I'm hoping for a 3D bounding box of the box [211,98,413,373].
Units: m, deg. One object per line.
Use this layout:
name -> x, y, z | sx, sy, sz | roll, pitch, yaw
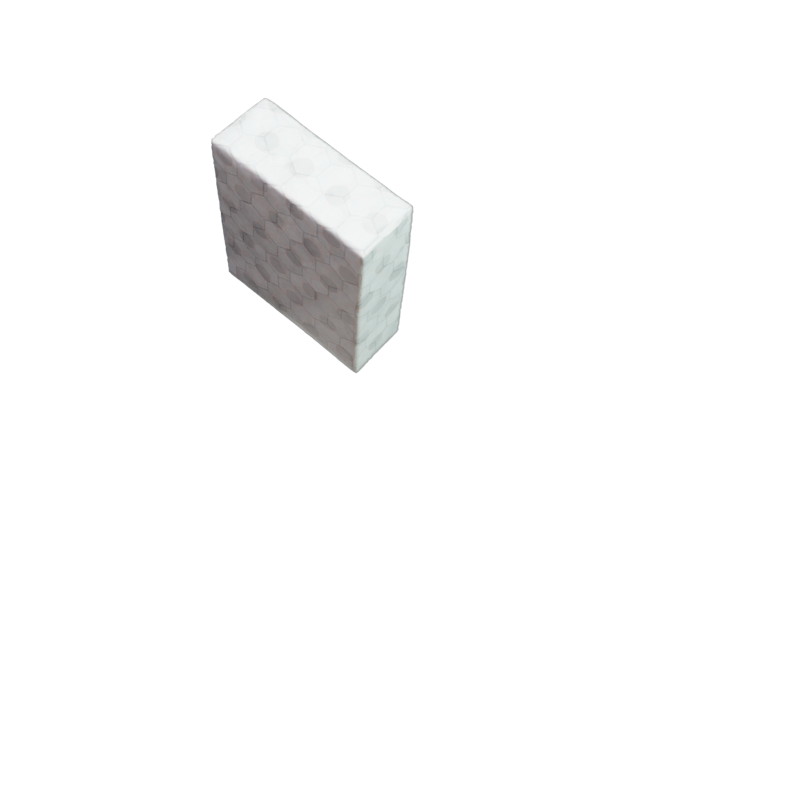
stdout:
box -> -0.075, -0.136, 0.953 | 0.172, 0.073, 0.201 | 40, -22, 16
